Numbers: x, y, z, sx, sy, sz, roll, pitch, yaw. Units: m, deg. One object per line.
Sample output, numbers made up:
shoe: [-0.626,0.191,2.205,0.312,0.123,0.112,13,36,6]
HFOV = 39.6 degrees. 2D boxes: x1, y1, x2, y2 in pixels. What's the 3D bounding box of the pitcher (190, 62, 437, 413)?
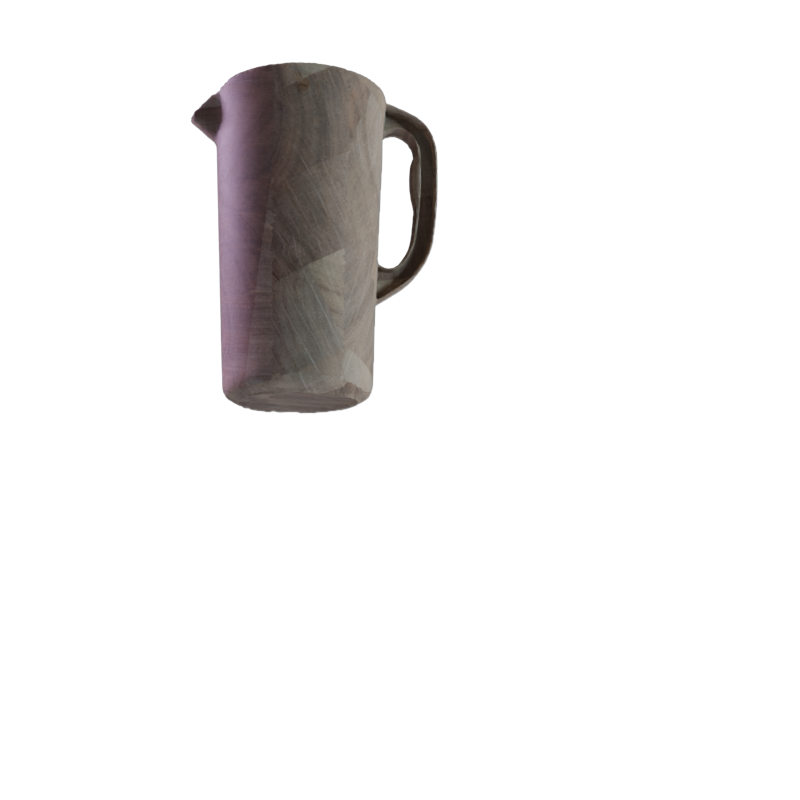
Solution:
pitcher: [-0.065,-0.118,0.827,0.152,0.253,0.136,-11,-19,33]
